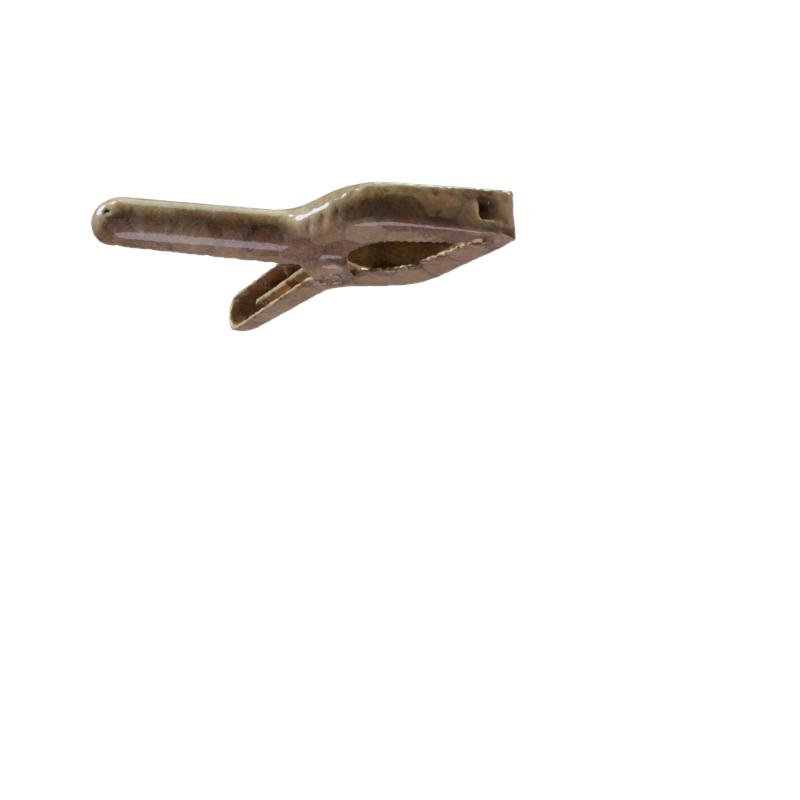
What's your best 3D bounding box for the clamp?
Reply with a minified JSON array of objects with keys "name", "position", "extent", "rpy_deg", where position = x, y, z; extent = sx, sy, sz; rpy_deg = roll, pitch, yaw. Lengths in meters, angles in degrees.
[{"name":"clamp","position":[-0.046,-0.084,0.591],"extent":[0.214,0.038,0.154],"rpy_deg":[-8,-18,27]}]
